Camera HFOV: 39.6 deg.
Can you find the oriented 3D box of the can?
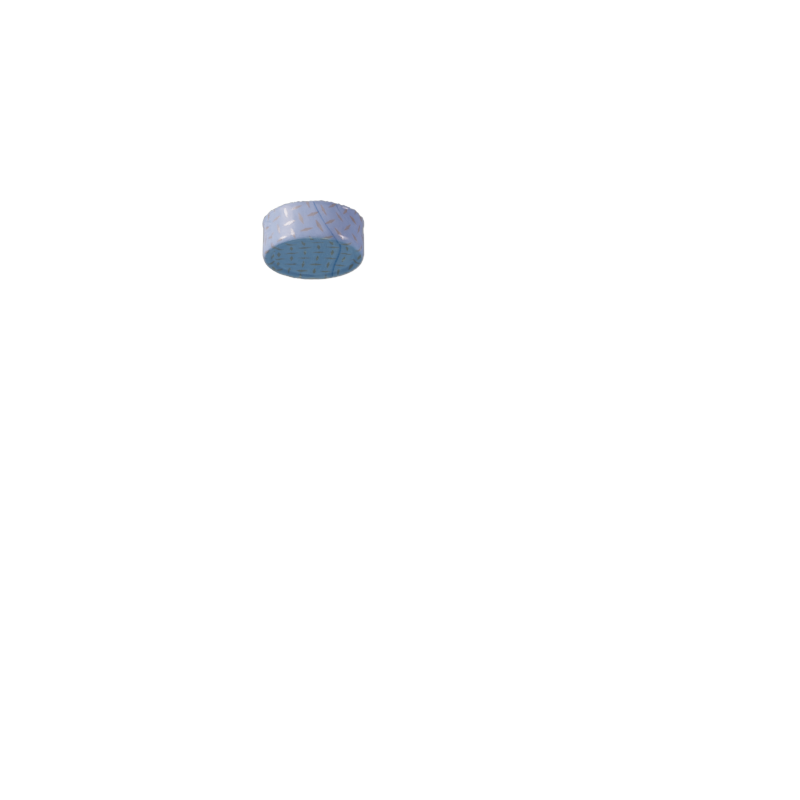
[{"bbox_3d":[-0.072,-0.132,0.924,0.086,0.035,0.082,0,-20,-2],"label":"can"}]
